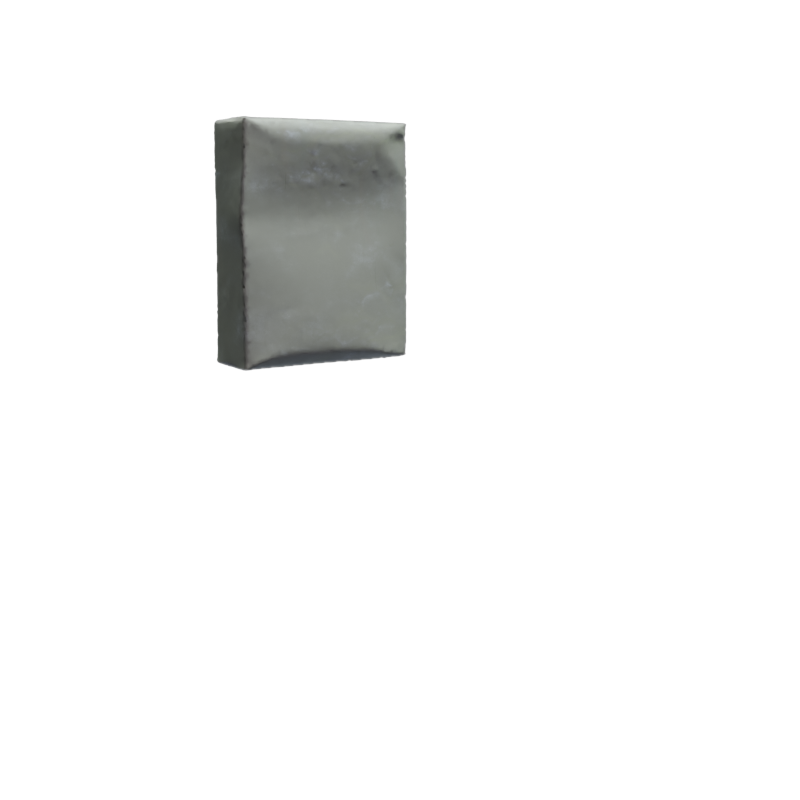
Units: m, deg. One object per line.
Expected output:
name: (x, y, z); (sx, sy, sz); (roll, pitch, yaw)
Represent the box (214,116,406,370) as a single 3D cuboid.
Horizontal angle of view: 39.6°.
box: (-0.077, -0.140, 0.978); (0.159, 0.212, 0.075); (-3, 4, -29)
